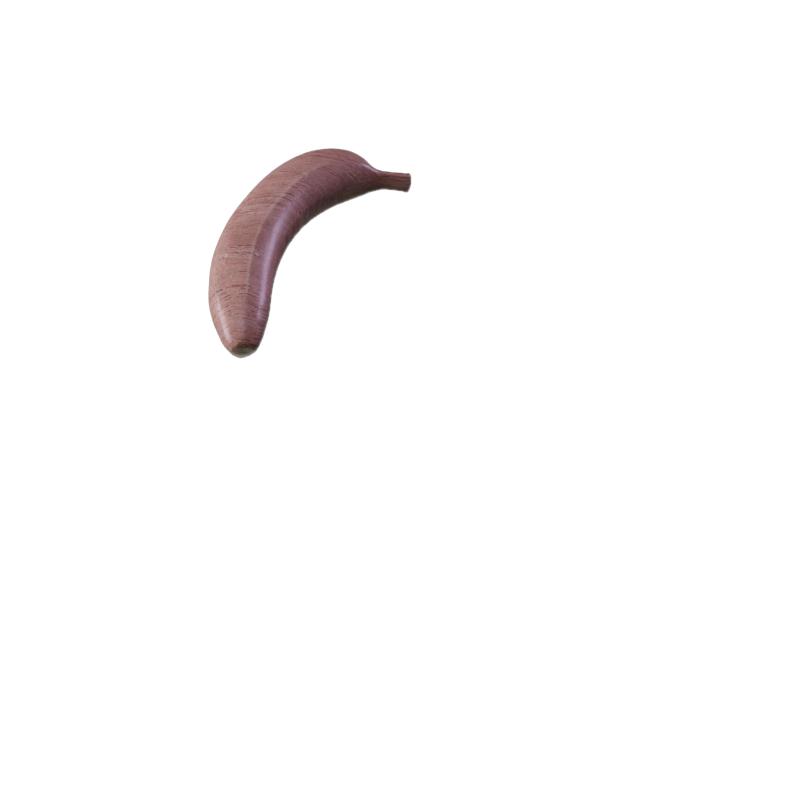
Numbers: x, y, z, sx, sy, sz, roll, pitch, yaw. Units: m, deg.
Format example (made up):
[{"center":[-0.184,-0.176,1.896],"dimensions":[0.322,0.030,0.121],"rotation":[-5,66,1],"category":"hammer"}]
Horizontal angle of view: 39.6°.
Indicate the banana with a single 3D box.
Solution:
[{"center":[-0.064,-0.099,0.640],"dimensions":[0.072,0.034,0.204],"rotation":[19,45,19],"category":"banana"}]
